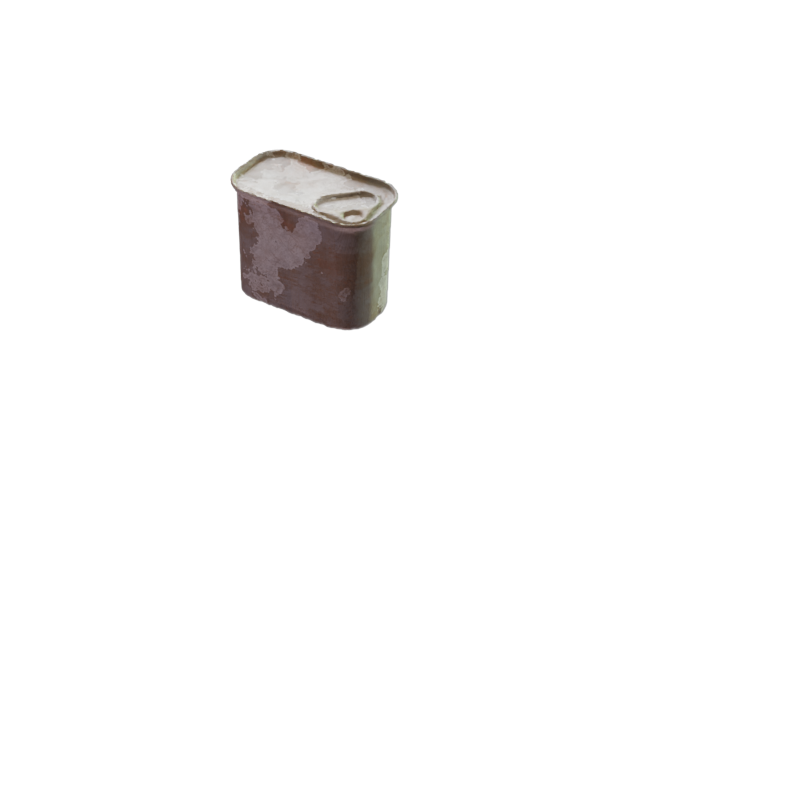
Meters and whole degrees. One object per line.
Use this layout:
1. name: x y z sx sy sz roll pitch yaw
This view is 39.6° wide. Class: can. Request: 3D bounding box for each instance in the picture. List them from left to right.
1. can: -0.054 -0.099 0.696 0.107 0.078 0.059 22 42 24
